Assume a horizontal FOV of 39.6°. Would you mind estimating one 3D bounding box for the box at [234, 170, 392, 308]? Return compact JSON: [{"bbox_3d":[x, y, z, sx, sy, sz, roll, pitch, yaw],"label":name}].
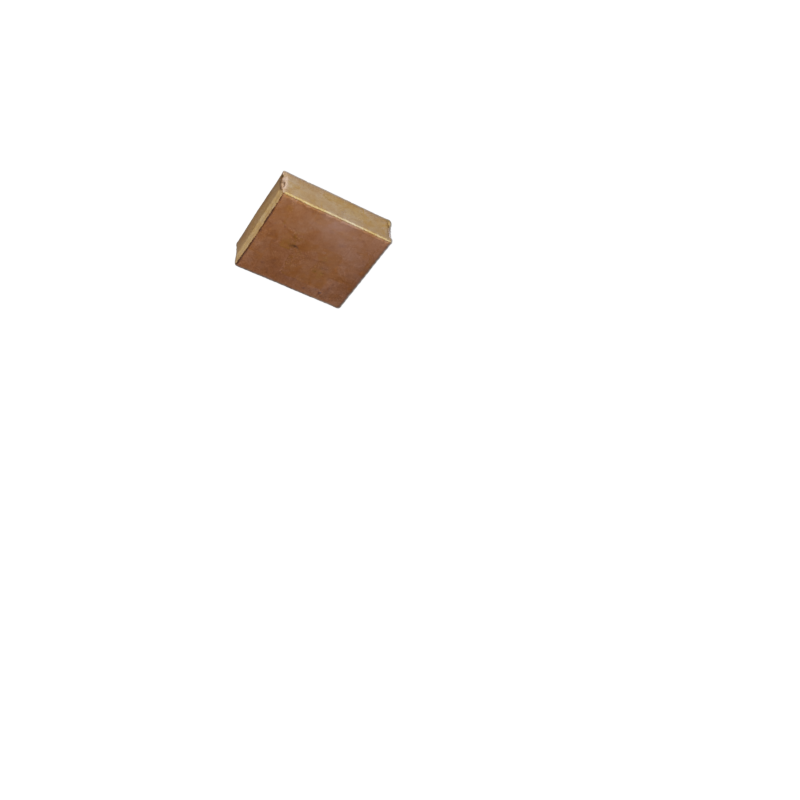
[{"bbox_3d":[-0.061,-0.112,0.782,0.086,0.032,0.071,23,-52,-20],"label":"box"}]
